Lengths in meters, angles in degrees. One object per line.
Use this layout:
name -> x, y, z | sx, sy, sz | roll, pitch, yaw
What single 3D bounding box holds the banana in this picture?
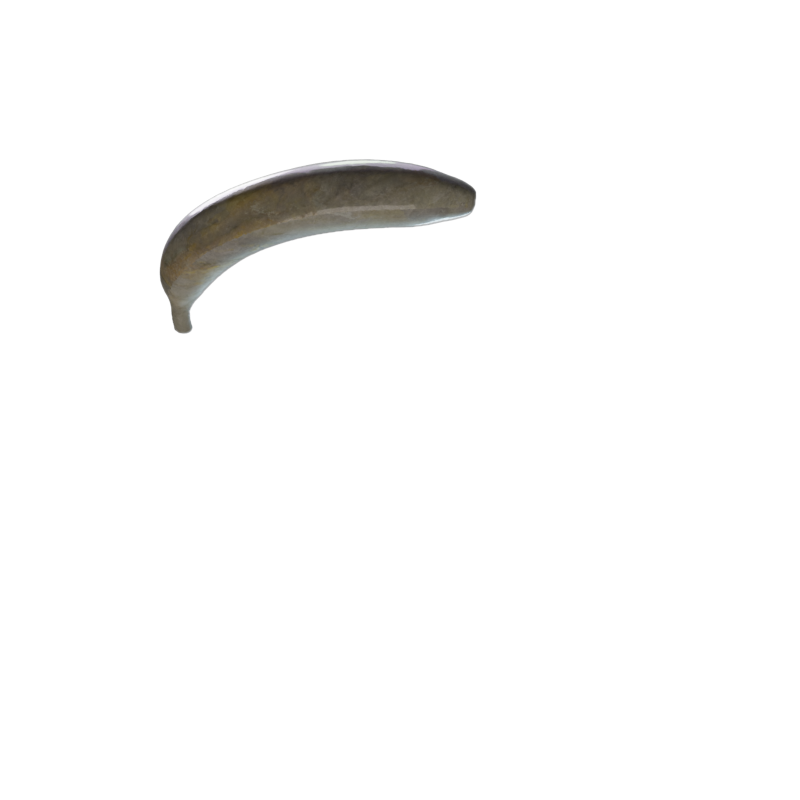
banana -> -0.060, -0.095, 0.601 | 0.199, 0.039, 0.064 | -18, -39, 24
